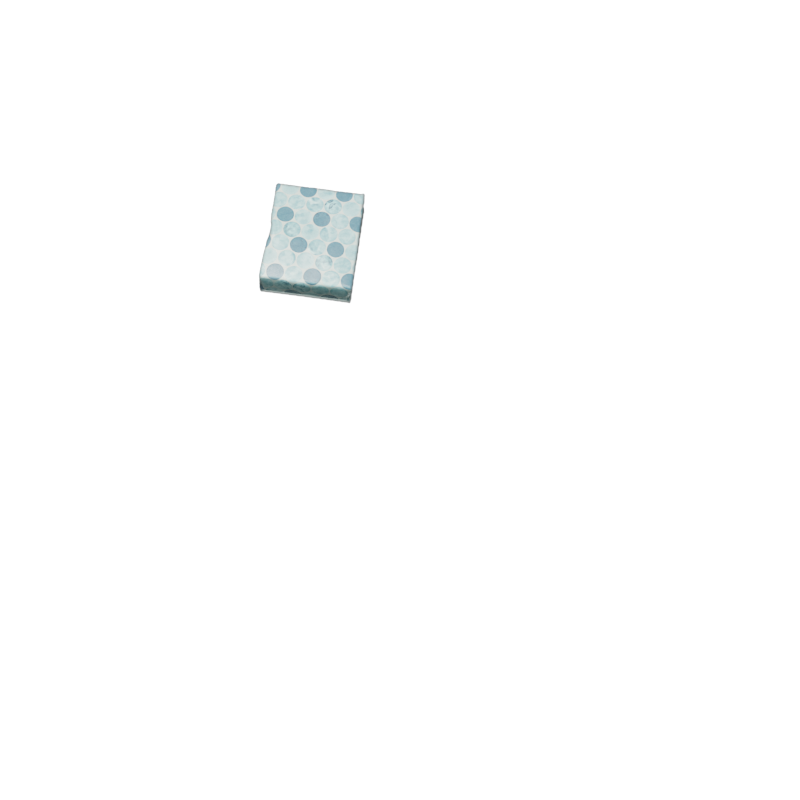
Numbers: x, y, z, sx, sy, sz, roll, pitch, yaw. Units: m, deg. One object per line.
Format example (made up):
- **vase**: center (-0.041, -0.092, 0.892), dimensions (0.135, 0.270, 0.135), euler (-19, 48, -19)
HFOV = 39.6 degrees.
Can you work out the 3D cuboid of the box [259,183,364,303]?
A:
- **box**: center (-0.069, -0.126, 0.882), dimensions (0.073, 0.094, 0.028), euler (7, -26, 3)
